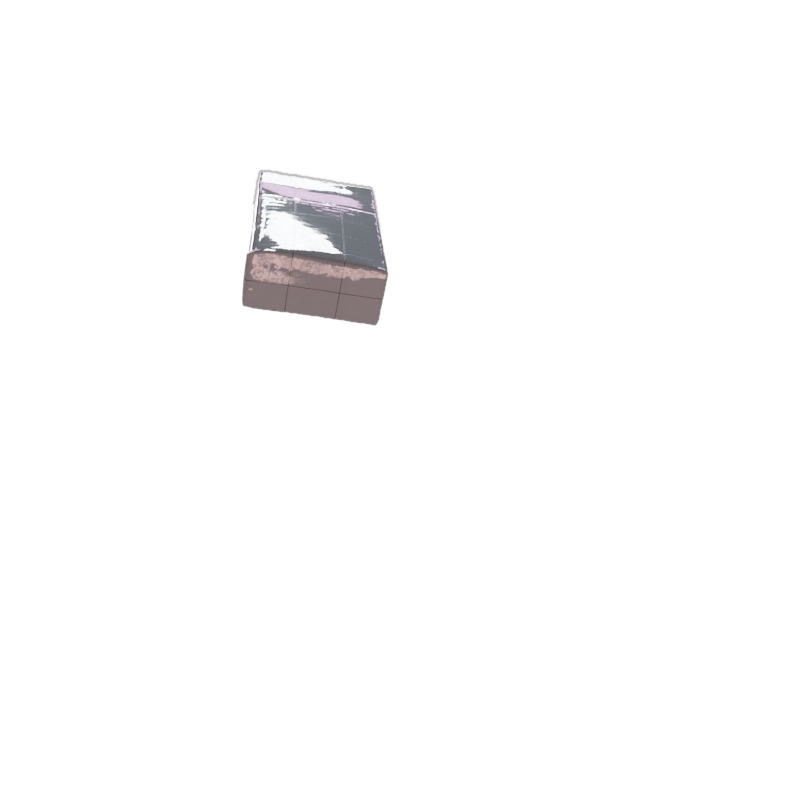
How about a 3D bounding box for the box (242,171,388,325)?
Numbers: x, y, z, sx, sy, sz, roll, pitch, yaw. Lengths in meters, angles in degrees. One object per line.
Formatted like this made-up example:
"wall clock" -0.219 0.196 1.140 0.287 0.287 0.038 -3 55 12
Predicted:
"box" -0.062 -0.114 0.797 0.092 0.046 0.185 8 24 -7
